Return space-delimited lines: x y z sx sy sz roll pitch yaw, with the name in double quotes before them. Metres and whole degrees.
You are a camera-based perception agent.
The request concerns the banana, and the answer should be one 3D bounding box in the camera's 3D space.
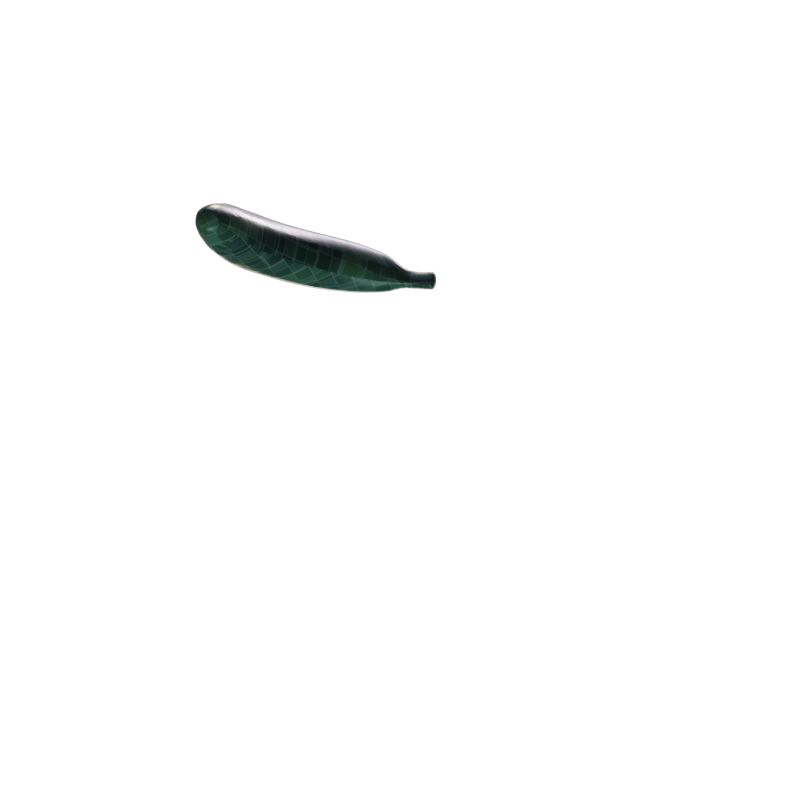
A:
"banana" -0.067 -0.101 0.745 0.188 0.038 0.071 8 -14 -40
